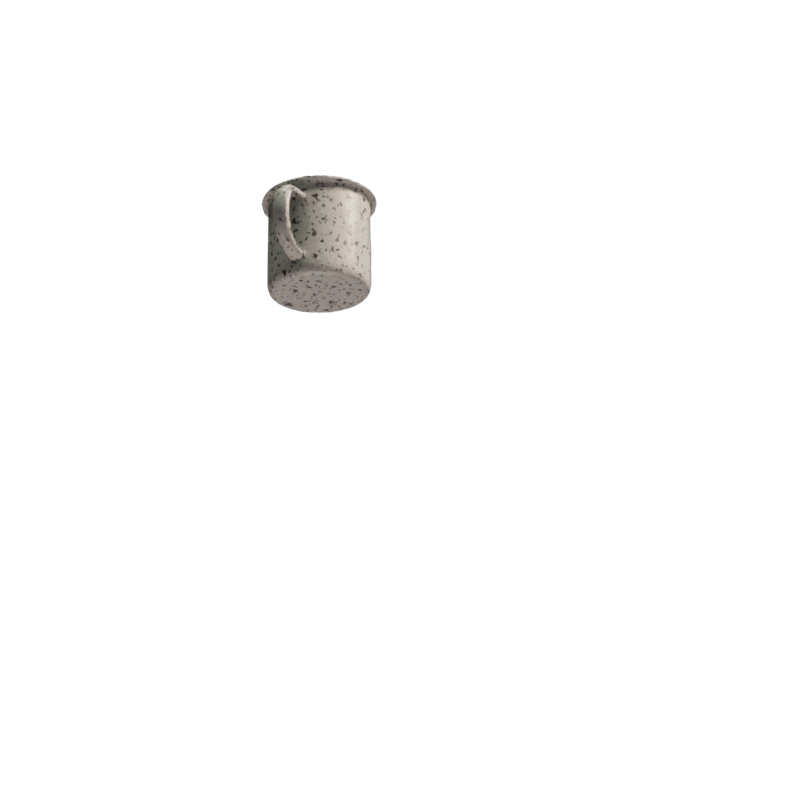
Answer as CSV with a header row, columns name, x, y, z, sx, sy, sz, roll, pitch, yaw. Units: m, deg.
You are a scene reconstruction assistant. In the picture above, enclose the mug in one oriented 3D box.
name,x,y,z,sx,sy,sz,roll,pitch,yaw
mug,-0.068,-0.124,0.871,0.095,0.086,0.109,-9,-24,19
